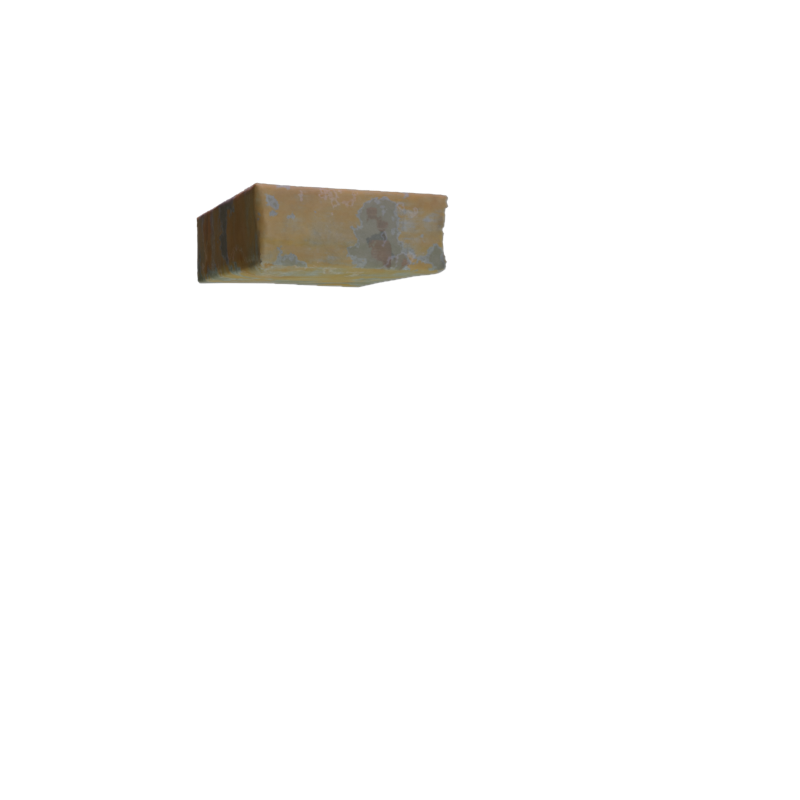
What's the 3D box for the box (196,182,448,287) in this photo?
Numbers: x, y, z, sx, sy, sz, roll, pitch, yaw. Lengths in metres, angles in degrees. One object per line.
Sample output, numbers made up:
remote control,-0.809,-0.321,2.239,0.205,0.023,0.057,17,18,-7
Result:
box,-0.041,-0.075,0.524,0.087,0.039,0.116,-1,3,-22
